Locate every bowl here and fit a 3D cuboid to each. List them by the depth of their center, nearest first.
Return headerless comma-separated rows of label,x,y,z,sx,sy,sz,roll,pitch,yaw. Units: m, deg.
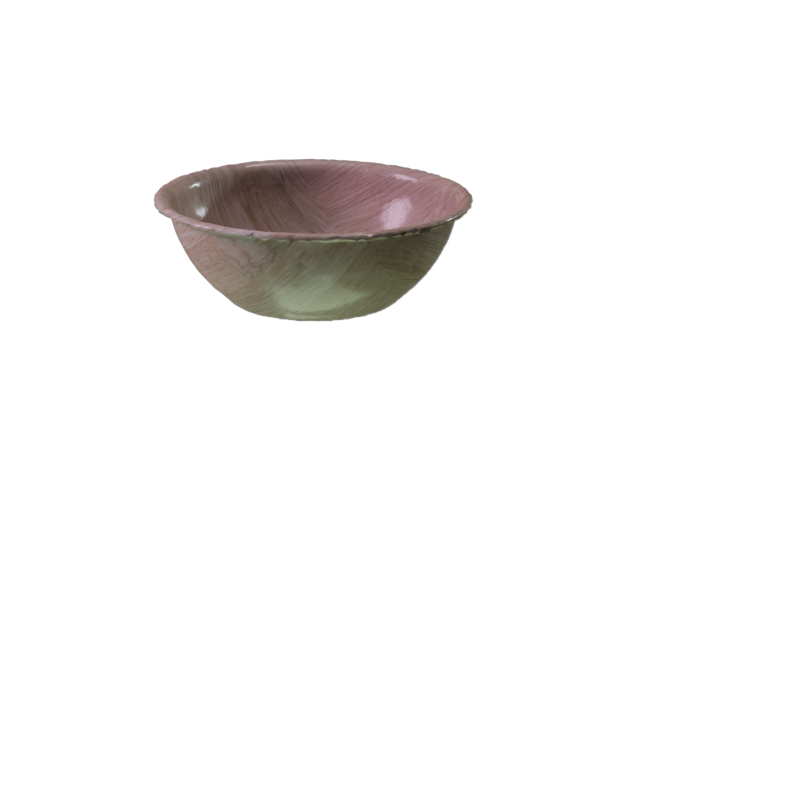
bowl,-0.045,-0.082,0.572,0.162,0.053,0.170,-1,23,-2
